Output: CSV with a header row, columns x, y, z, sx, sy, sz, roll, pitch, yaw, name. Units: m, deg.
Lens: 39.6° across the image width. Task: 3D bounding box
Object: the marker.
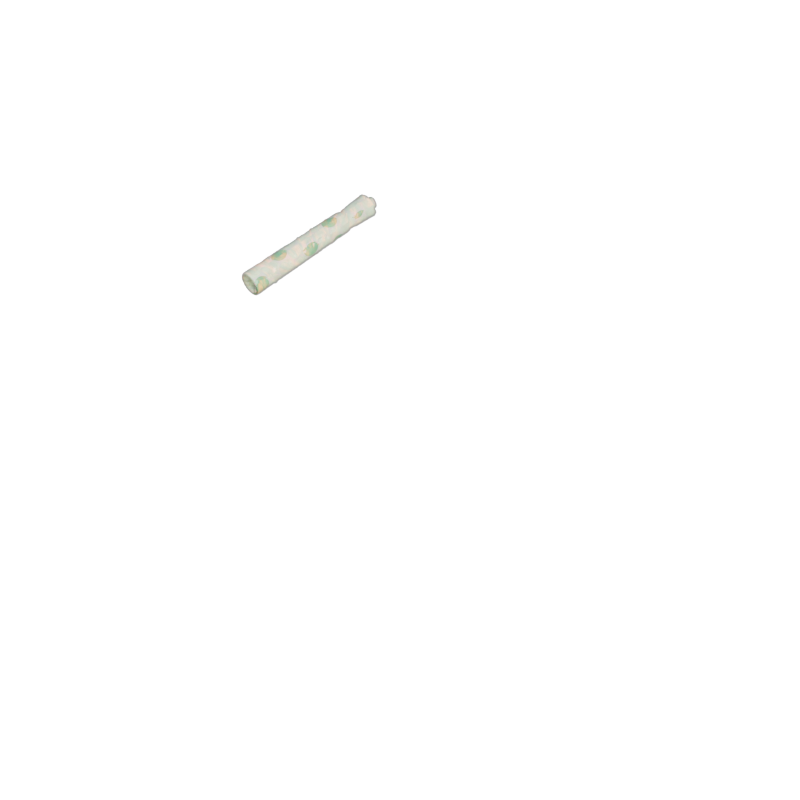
x,y,z,sx,sy,sz,roll,pitch,yaw,name
-0.064,-0.116,0.811,0.122,0.019,0.020,-38,22,-26,marker
